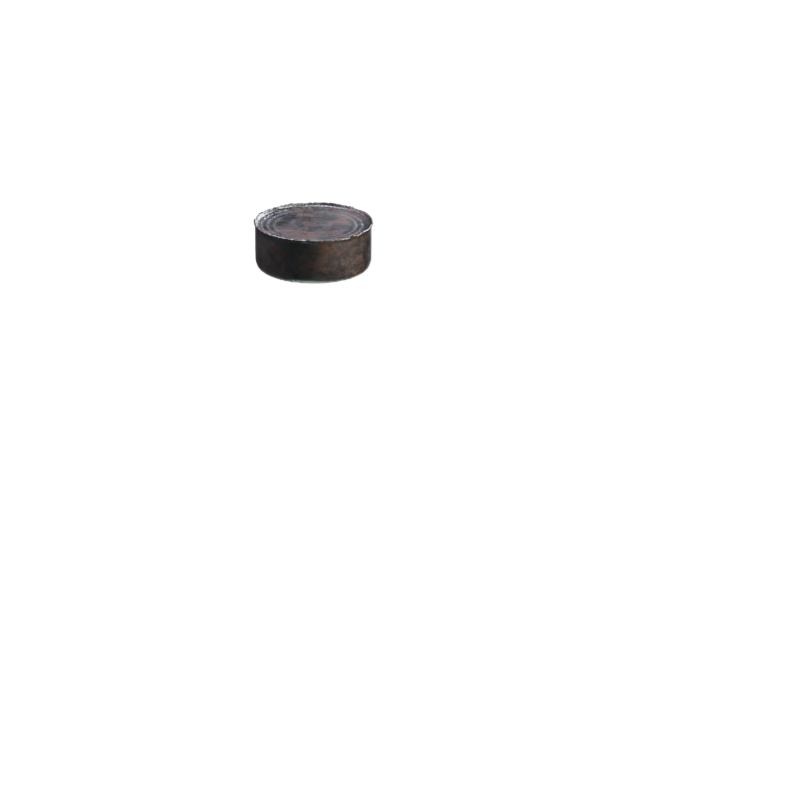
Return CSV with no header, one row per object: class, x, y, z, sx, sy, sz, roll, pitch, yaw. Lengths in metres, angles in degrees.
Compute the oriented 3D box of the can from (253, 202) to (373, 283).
can,-0.063,-0.114,0.802,0.086,0.032,0.091,-1,26,-2
